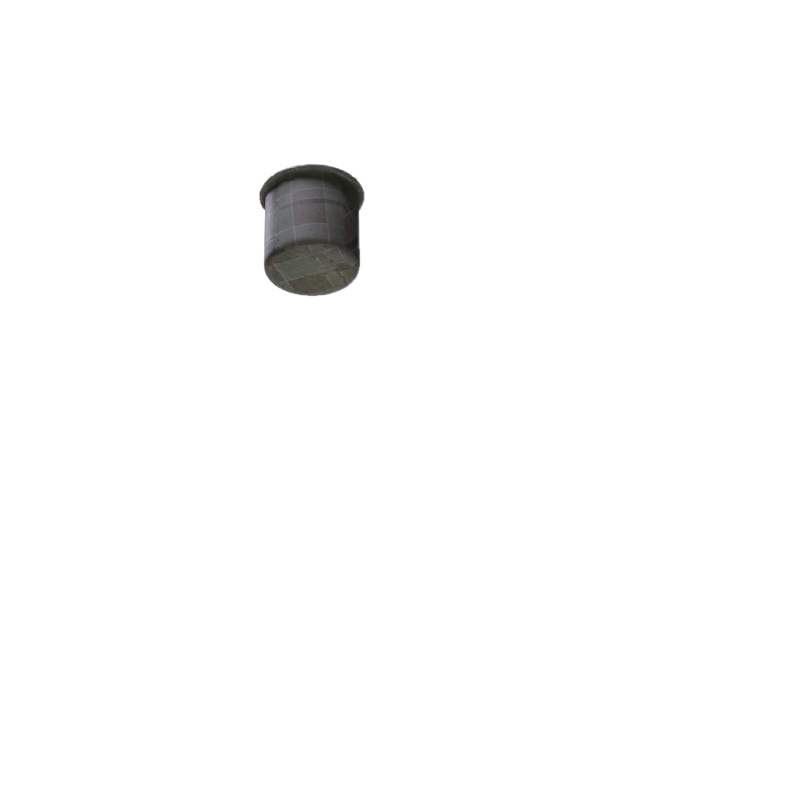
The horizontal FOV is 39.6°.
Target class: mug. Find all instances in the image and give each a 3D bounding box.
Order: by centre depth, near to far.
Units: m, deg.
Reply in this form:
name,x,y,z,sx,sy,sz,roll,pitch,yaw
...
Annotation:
name,x,y,z,sx,sy,sz,roll,pitch,yaw
mug,-0.076,-0.138,0.965,0.093,0.087,0.109,-3,-31,2
